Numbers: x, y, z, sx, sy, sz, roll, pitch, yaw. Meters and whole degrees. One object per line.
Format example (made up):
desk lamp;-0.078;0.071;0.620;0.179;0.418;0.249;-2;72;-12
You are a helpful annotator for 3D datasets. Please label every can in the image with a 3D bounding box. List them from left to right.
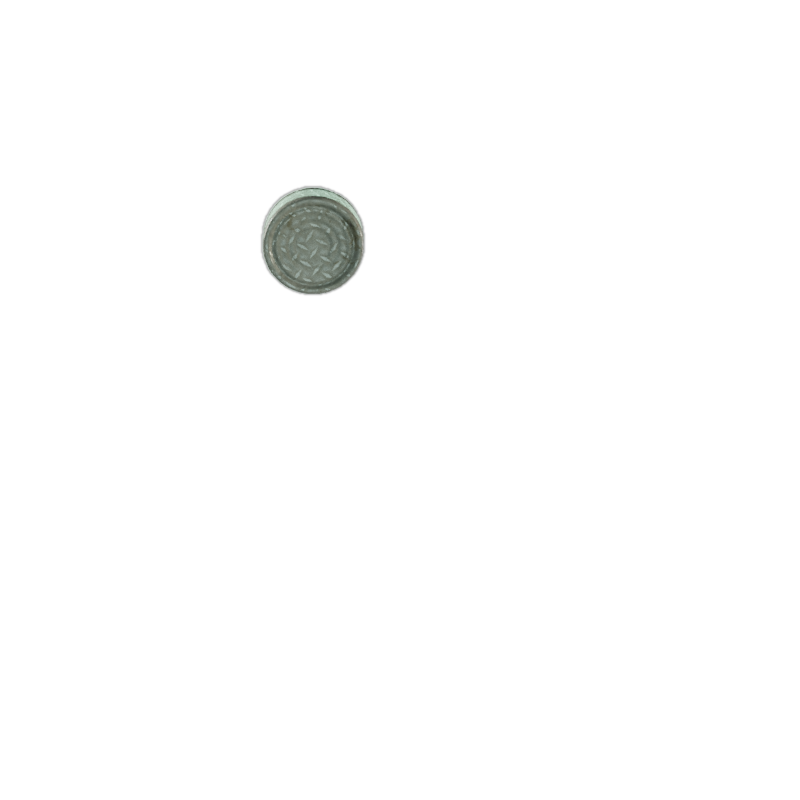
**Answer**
can;-0.072;-0.132;0.922;0.086;0.083;0.035;0;17;-1
